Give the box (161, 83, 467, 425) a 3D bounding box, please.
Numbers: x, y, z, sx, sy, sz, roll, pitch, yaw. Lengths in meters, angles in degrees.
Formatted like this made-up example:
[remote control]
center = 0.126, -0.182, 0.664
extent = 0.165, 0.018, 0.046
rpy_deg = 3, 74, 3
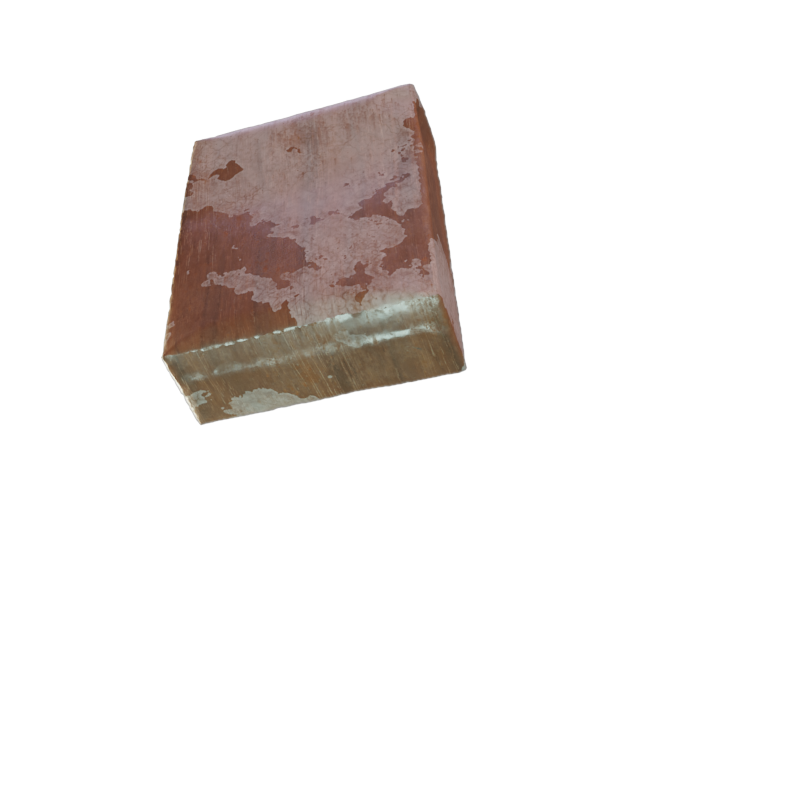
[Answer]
[box]
center = -0.055, -0.100, 0.699
extent = 0.165, 0.230, 0.066
rpy_deg = -13, -45, 10
